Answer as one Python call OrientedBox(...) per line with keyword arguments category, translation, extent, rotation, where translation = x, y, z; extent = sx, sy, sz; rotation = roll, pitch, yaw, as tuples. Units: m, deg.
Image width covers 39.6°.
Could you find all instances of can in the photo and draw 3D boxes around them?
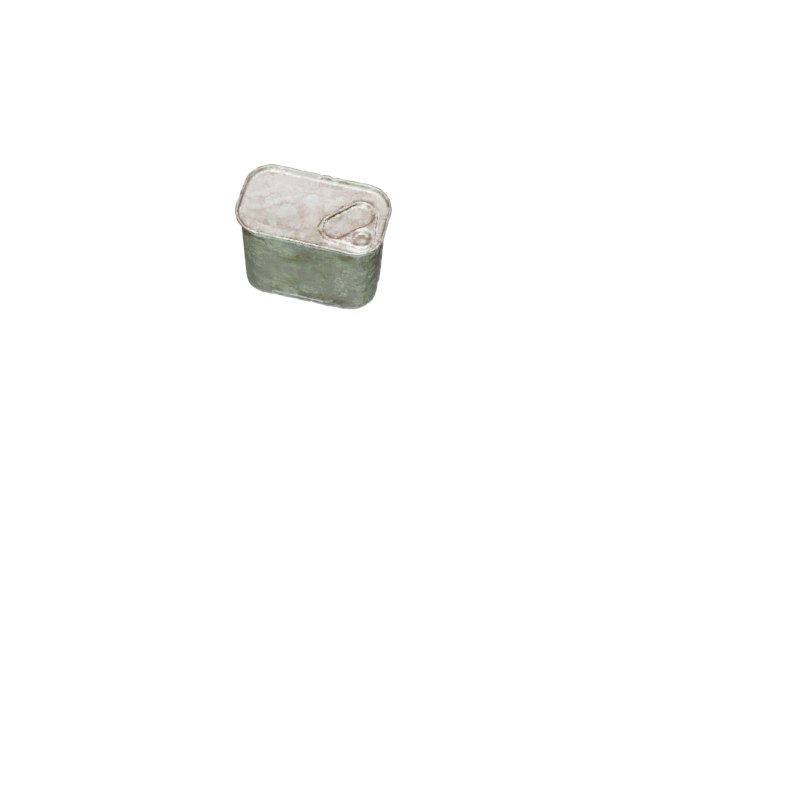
OrientedBox(category="can", translation=(-0.060, -0.110, 0.772), extent=(0.103, 0.060, 0.079), rotation=(13, -28, 6))
